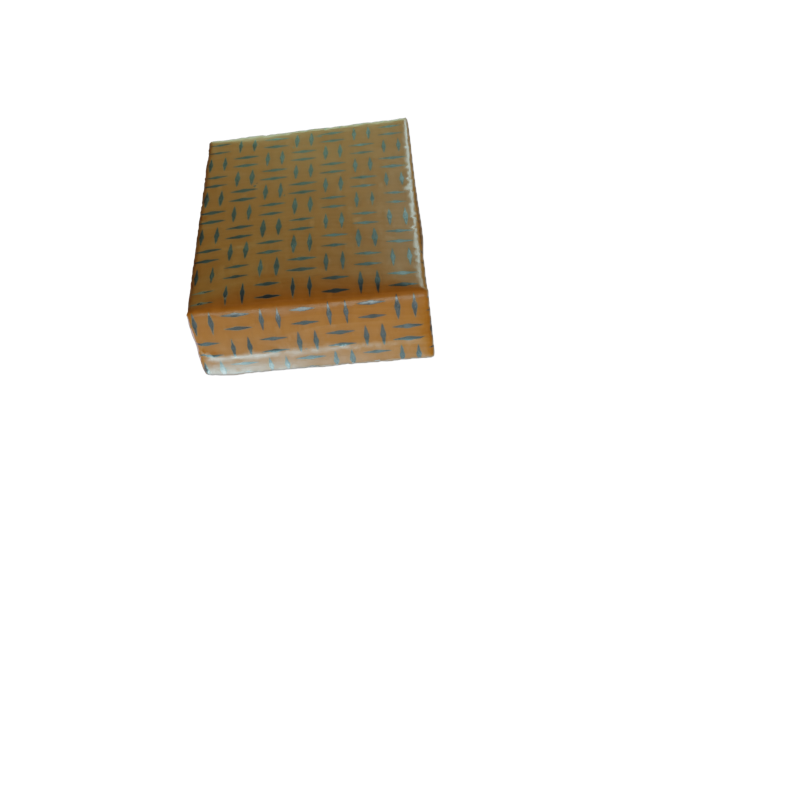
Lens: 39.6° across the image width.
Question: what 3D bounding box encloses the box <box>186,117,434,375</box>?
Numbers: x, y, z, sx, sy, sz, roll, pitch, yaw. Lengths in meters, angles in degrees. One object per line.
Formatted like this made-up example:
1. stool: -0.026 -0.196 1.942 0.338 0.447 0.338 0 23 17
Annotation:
1. box: -0.065 -0.119 0.831 0.165 0.067 0.229 -7 43 3
